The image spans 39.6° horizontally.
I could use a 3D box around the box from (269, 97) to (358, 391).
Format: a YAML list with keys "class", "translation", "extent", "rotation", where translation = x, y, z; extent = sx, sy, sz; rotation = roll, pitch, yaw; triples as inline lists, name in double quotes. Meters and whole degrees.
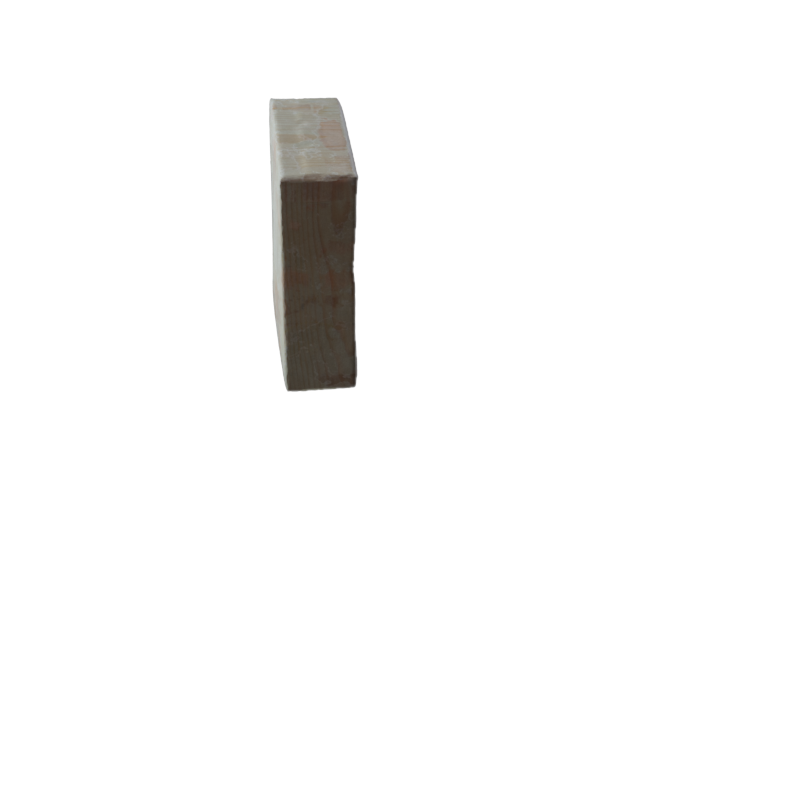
- class: "box"
  translation: [-0.078, -0.142, 0.992]
  extent: [0.071, 0.200, 0.176]
  rotation: [-3, 35, -8]
